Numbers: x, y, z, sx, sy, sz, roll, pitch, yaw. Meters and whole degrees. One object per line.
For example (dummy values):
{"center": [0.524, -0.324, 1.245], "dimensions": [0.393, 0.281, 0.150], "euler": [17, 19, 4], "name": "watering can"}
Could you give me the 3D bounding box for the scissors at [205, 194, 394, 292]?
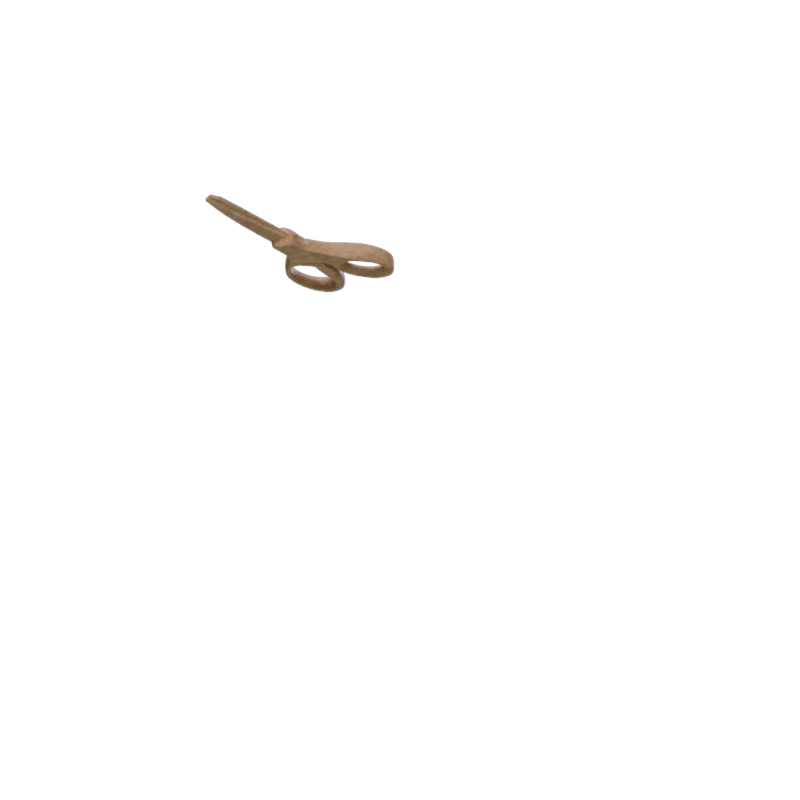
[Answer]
{"center": [-0.065, -0.118, 0.825], "dimensions": [0.098, 0.016, 0.191], "euler": [-3, -13, 12], "name": "scissors"}
